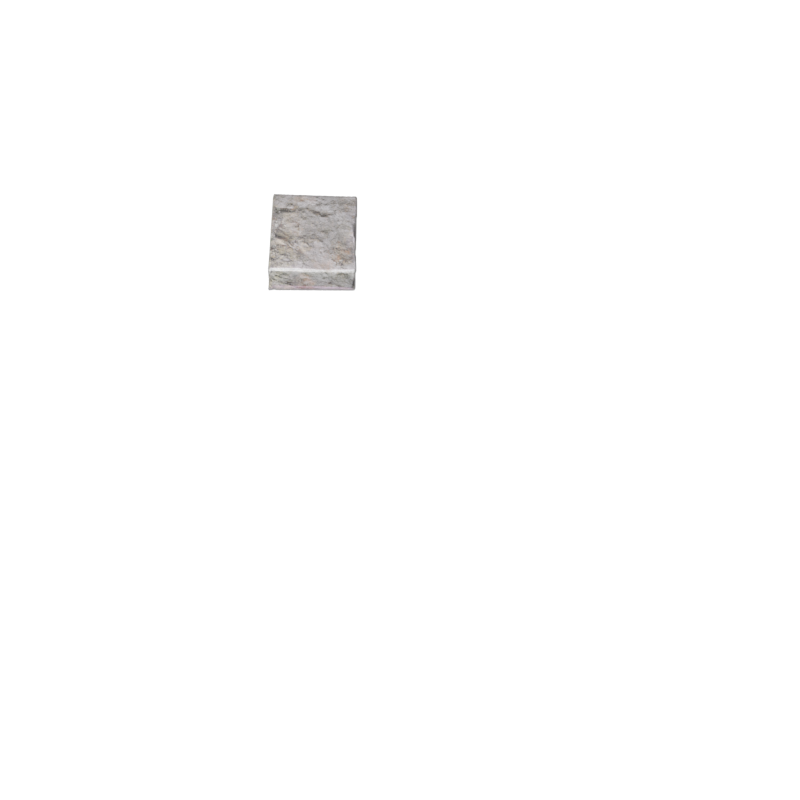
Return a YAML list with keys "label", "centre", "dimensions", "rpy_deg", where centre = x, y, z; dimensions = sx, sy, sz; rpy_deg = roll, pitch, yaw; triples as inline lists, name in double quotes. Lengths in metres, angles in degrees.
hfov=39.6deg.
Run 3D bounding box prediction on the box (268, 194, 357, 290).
- label: "box"
  centre: [-0.073, -0.134, 0.938]
  dimensions: [0.073, 0.096, 0.028]
  rpy_deg: [1, -39, 0]
